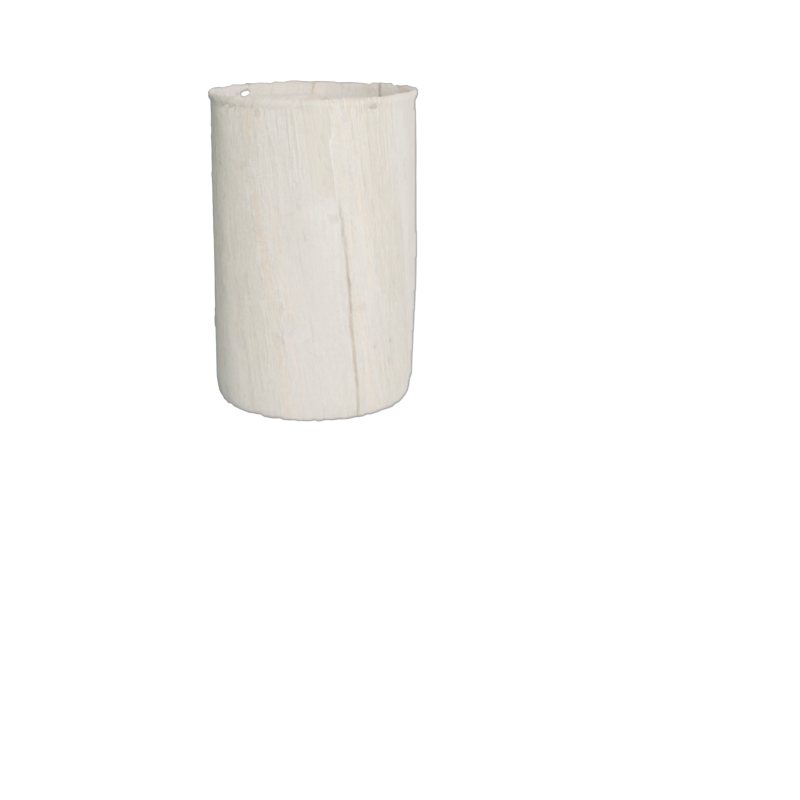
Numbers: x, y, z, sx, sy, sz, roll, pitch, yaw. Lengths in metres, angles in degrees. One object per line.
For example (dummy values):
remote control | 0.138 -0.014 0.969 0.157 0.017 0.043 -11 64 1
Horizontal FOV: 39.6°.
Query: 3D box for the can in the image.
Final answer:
can | -0.029 -0.053 0.369 0.068 0.099 0.071 0 16 -2
